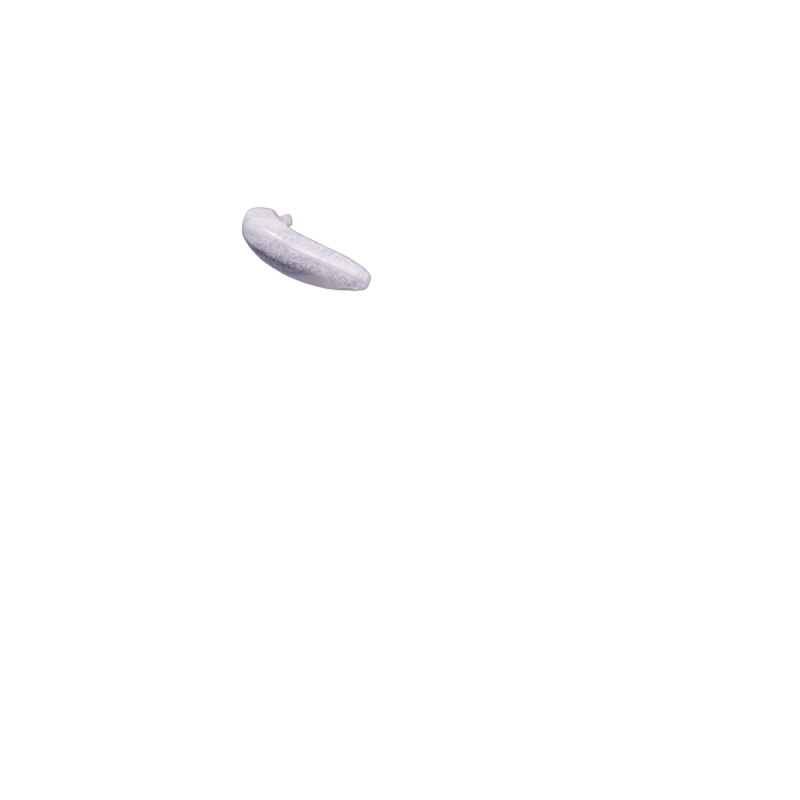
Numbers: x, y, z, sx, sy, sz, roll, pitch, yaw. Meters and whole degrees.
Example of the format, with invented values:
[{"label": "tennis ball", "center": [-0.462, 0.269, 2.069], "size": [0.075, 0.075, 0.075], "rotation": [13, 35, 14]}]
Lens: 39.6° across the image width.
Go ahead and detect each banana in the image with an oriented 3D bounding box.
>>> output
[{"label": "banana", "center": [-0.094, -0.137, 0.968], "size": [0.068, 0.035, 0.212], "rotation": [-10, 28, -21]}]
